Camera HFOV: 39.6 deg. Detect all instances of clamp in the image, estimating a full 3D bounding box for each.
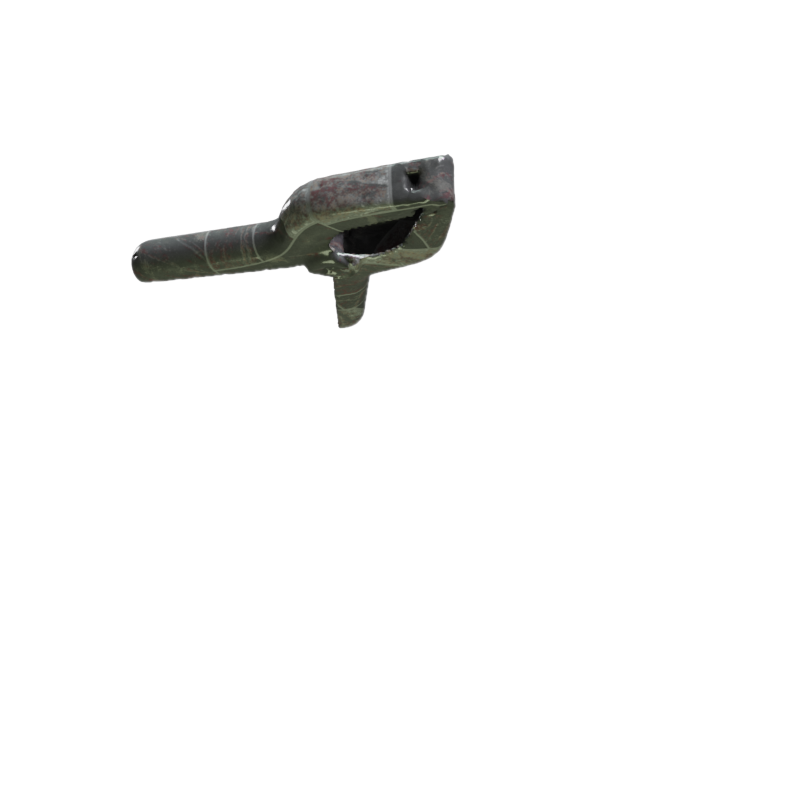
[{"bbox_3d":[-0.050,-0.090,0.633,0.158,0.038,0.209,9,-18,-29],"label":"clamp"}]
